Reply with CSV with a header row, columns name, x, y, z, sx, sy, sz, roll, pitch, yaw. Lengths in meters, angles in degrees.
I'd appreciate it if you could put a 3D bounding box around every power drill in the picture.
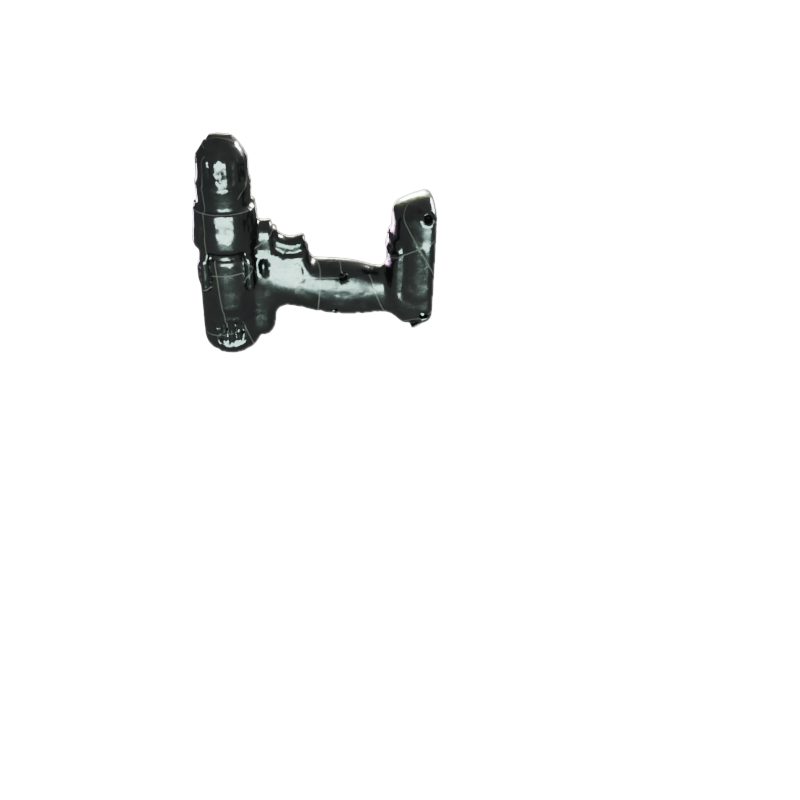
name,x,y,z,sx,sy,sz,roll,pitch,yaw
power drill,-0.068,-0.124,0.865,0.187,0.173,0.061,0,32,0
